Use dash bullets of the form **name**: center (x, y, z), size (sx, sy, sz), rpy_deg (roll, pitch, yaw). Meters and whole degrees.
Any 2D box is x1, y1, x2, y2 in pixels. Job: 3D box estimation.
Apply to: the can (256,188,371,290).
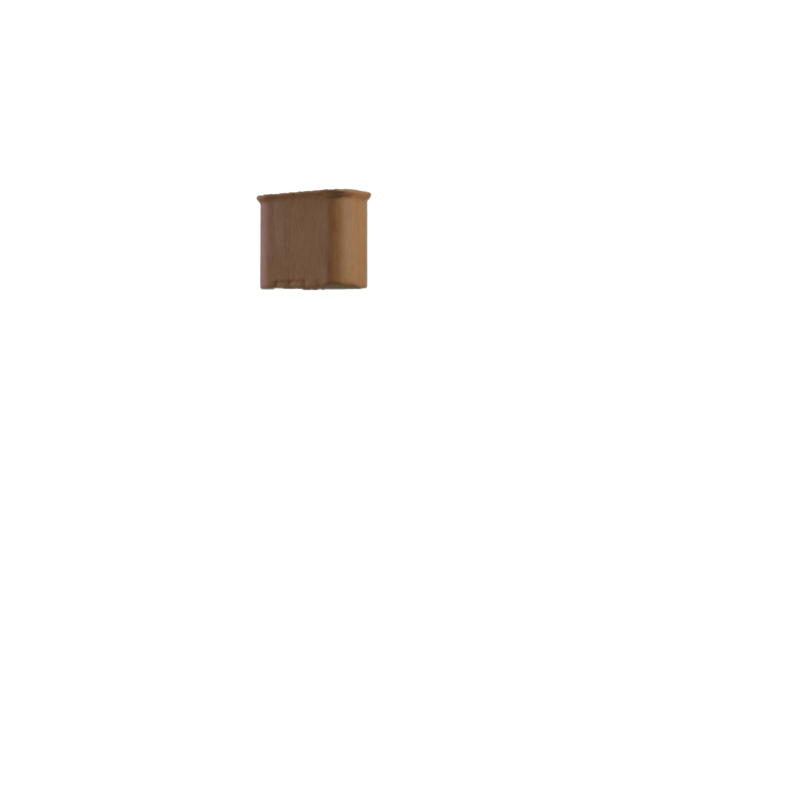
- **can**: center (-0.077, -0.139, 0.977), size (0.105, 0.084, 0.055), rpy_deg (0, -1, 32)
